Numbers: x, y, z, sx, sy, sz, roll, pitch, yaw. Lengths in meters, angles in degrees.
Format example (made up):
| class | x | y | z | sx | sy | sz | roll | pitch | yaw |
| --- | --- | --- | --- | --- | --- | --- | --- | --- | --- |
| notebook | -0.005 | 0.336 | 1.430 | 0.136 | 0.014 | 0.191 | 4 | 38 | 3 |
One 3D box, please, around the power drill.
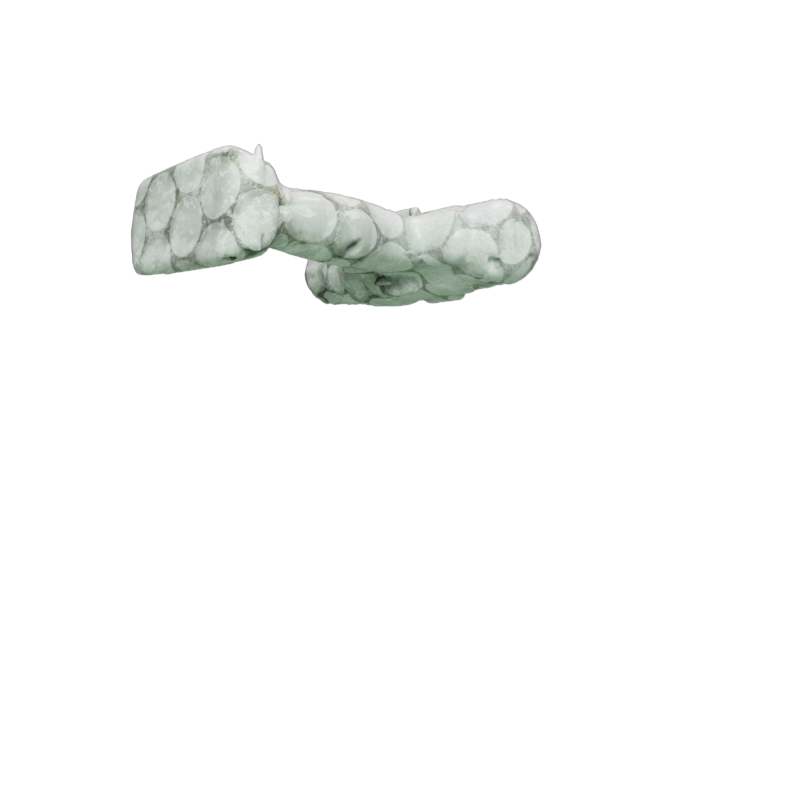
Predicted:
| class | x | y | z | sx | sy | sz | roll | pitch | yaw |
| --- | --- | --- | --- | --- | --- | --- | --- | --- | --- |
| power drill | -0.048 | -0.087 | 0.607 | 0.179 | 0.059 | 0.189 | 3 | -5 | -37 |
